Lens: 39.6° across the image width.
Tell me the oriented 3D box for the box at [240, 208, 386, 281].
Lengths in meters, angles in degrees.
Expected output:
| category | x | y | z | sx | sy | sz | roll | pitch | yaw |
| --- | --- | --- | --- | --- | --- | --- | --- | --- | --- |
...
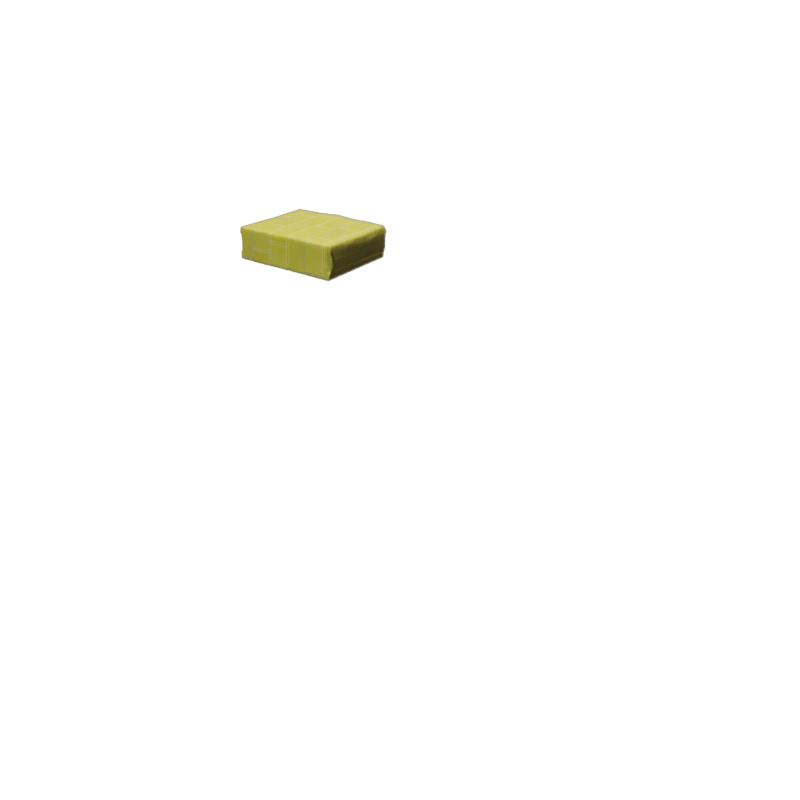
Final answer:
| category | x | y | z | sx | sy | sz | roll | pitch | yaw |
| --- | --- | --- | --- | --- | --- | --- | --- | --- | --- |
| box | -0.067 | -0.123 | 0.861 | 0.094 | 0.029 | 0.073 | 16 | 27 | 33 |
